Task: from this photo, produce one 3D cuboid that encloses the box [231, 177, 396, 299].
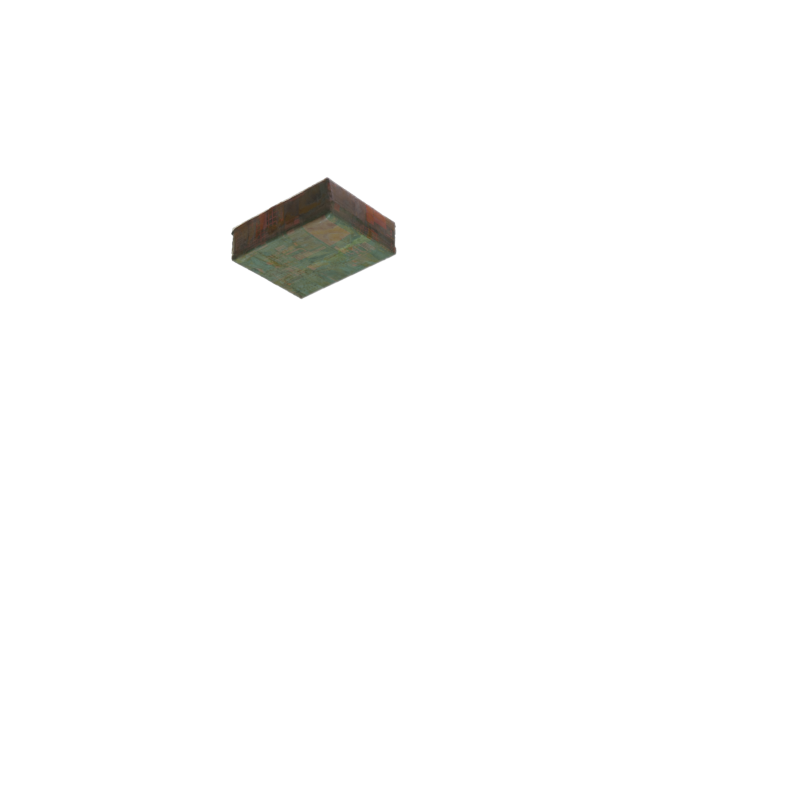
[{"bbox_3d":[-0.074,-0.134,0.940,0.114,0.041,0.084,-20,-32,34],"label":"box"}]
